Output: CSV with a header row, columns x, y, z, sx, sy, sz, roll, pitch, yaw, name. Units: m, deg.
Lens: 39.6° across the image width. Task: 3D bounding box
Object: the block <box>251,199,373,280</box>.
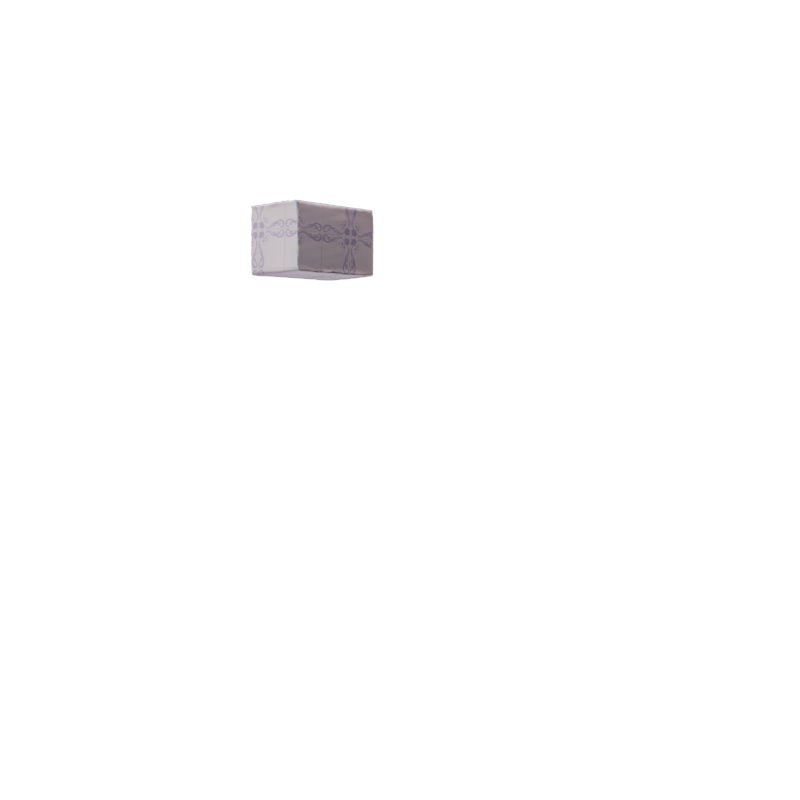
x,y,z,sx,sy,sz,roll,pitch,yaw,name
-0.064,-0.116,0.813,0.054,0.052,0.075,-2,-2,44,block
